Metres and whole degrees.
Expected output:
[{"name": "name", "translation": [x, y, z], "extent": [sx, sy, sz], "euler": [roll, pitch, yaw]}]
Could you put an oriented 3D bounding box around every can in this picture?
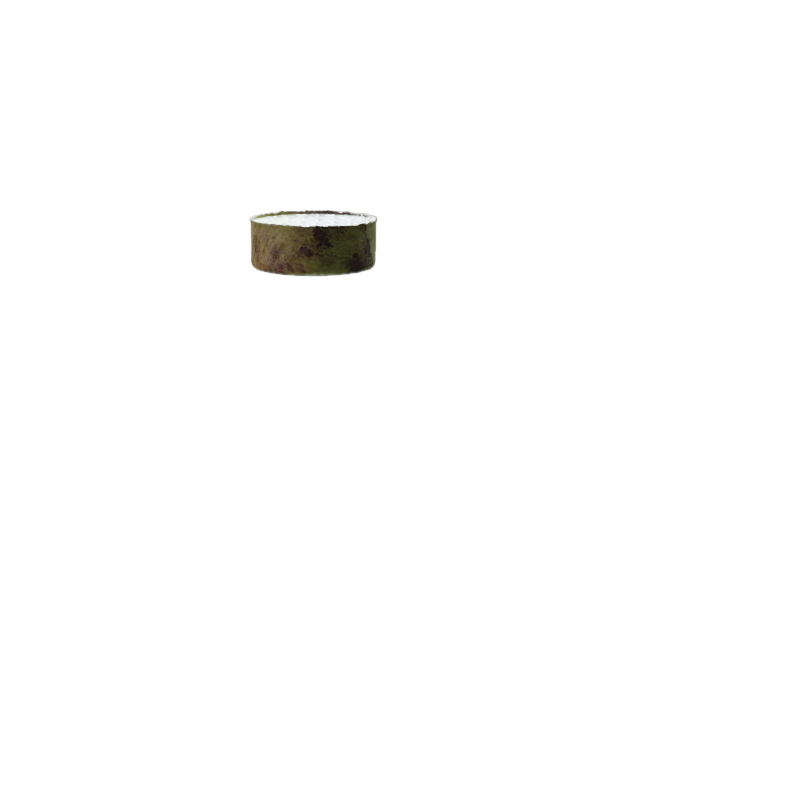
[{"name": "can", "translation": [-0.058, -0.107, 0.747], "extent": [0.086, 0.033, 0.089], "euler": [0, 15, -2]}]
